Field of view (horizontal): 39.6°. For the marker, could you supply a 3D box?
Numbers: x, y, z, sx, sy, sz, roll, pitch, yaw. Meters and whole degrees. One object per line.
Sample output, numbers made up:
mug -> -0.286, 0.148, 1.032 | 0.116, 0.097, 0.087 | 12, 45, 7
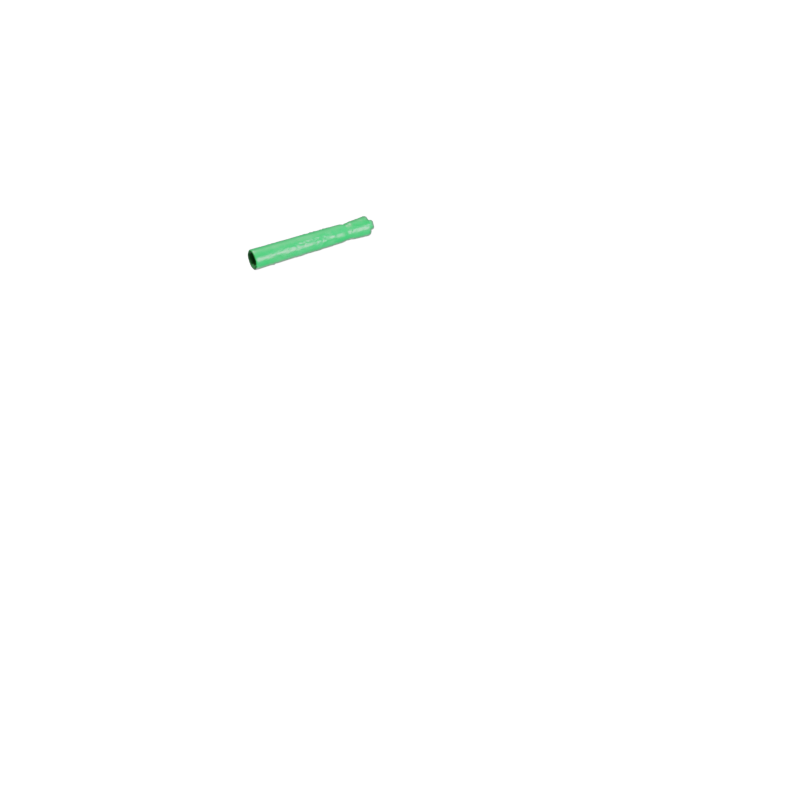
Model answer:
marker -> -0.077, -0.141, 0.987 | 0.120, 0.019, 0.020 | -20, 12, -23
